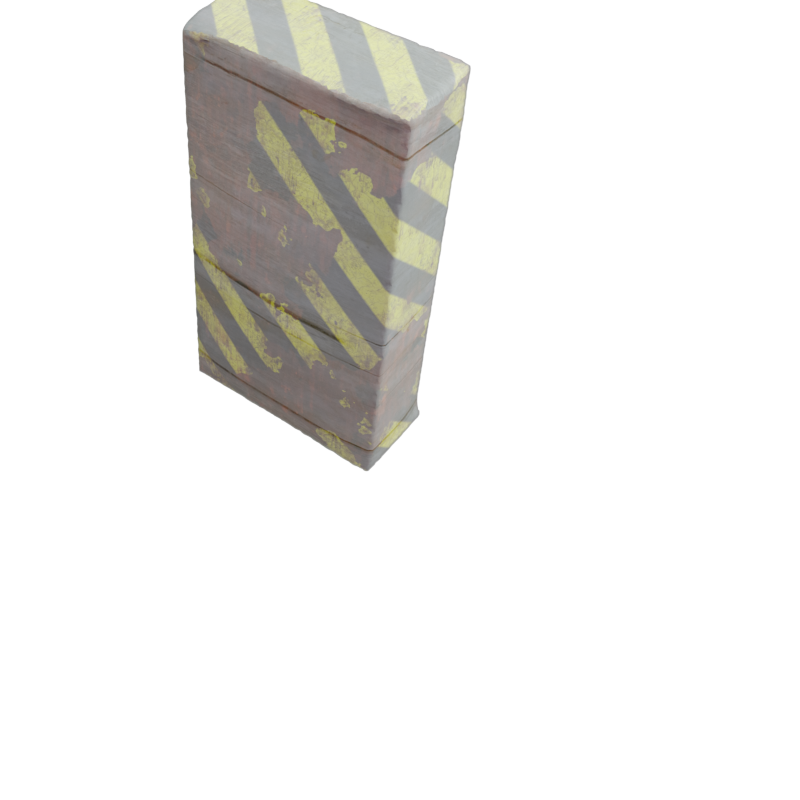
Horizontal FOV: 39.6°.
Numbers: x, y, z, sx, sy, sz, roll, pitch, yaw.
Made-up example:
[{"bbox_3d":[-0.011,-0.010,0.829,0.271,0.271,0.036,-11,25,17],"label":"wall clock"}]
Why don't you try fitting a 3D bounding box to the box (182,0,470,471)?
[{"bbox_3d":[-0.033,-0.059,0.416,0.098,0.164,0.049,29,52,21],"label":"box"}]
